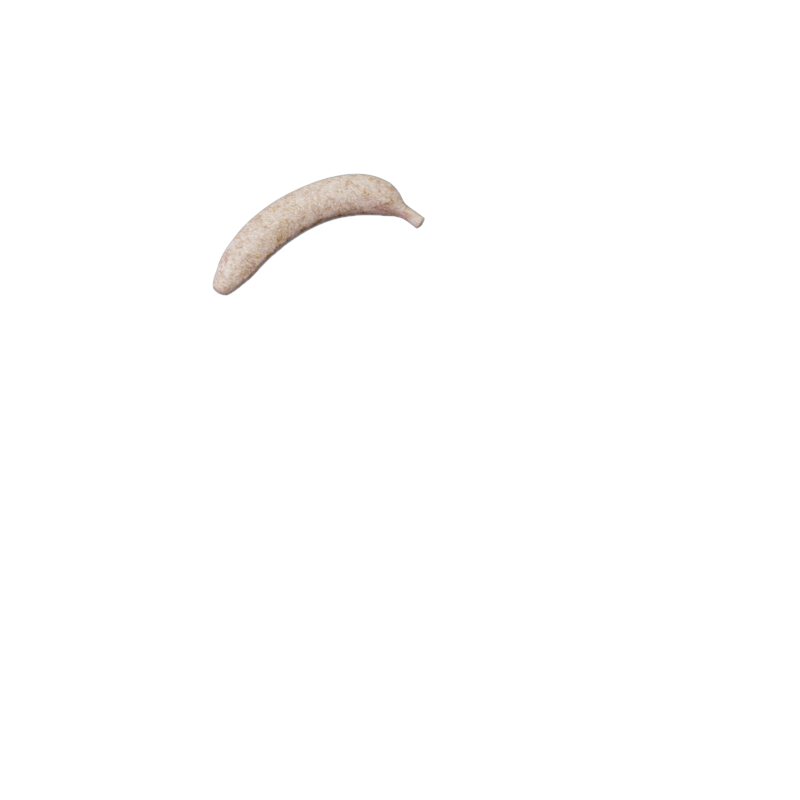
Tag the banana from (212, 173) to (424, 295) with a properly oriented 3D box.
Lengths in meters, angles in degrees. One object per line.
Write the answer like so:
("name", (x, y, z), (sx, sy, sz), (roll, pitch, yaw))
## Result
("banana", (-0.079, -0.155, 0.969), (0.197, 0.074, 0.035), (-22, -24, -11))
